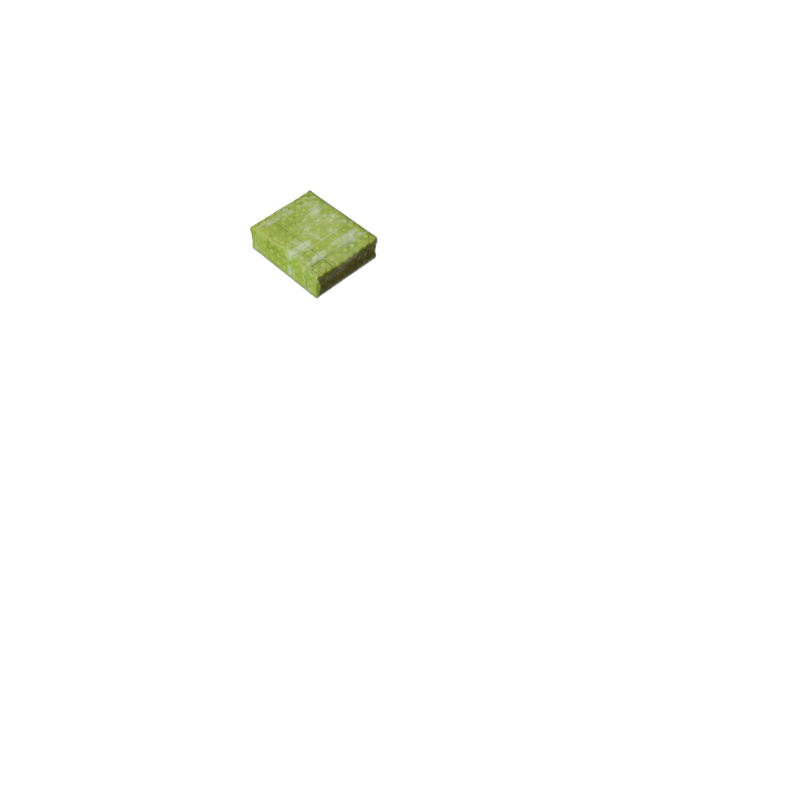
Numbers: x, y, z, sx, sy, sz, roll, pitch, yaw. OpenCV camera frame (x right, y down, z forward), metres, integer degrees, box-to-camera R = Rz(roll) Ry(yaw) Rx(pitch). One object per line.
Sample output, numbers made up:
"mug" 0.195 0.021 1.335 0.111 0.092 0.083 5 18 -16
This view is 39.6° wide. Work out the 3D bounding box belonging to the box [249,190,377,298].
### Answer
"box" -0.077 -0.140 0.978 0.073 0.028 0.095 -35 57 -28
